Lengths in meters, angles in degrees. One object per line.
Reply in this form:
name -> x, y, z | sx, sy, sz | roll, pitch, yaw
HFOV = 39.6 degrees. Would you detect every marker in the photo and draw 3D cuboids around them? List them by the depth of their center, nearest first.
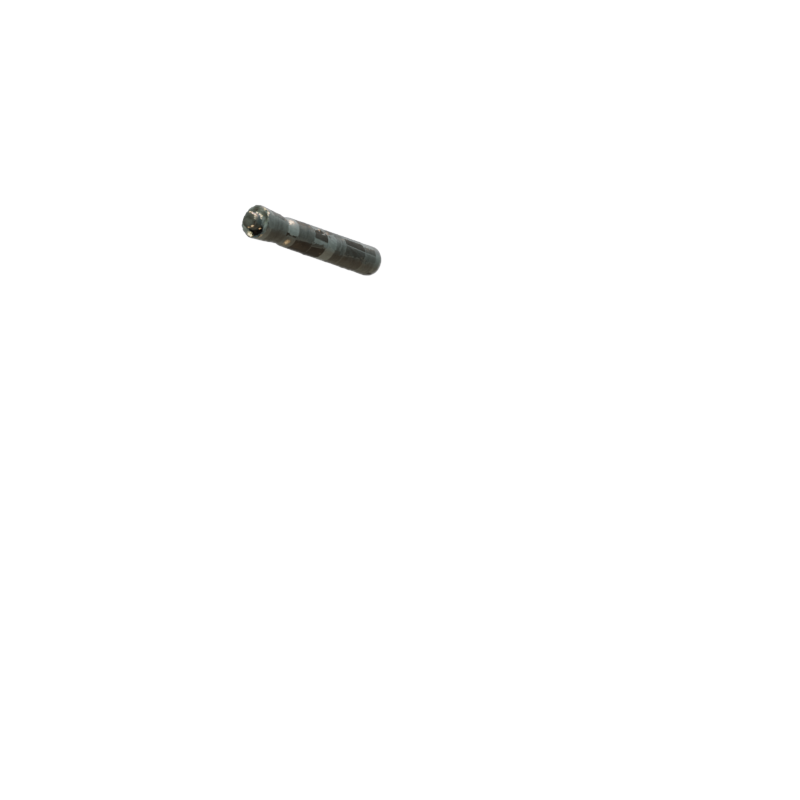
marker -> -0.050, -0.092, 0.643 | 0.020, 0.020, 0.115 | 3, -4, 33
